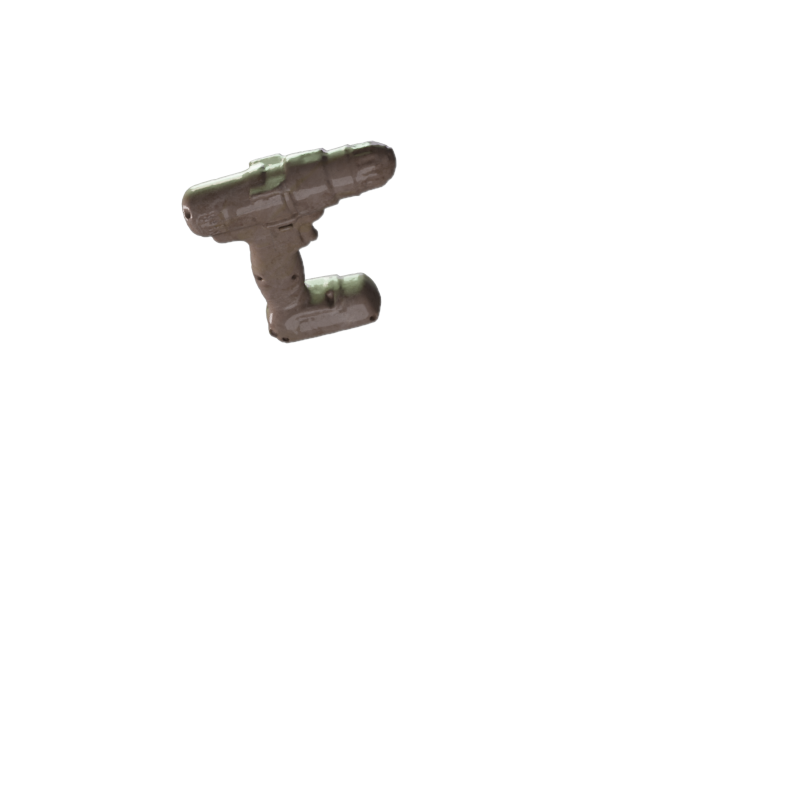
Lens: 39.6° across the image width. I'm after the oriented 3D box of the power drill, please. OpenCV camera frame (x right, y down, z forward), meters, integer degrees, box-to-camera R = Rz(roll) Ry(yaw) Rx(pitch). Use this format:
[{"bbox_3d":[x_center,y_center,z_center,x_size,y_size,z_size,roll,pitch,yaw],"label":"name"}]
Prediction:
[{"bbox_3d":[-0.076,-0.138,0.968,0.186,0.062,0.173,-11,-44,11],"label":"power drill"}]
